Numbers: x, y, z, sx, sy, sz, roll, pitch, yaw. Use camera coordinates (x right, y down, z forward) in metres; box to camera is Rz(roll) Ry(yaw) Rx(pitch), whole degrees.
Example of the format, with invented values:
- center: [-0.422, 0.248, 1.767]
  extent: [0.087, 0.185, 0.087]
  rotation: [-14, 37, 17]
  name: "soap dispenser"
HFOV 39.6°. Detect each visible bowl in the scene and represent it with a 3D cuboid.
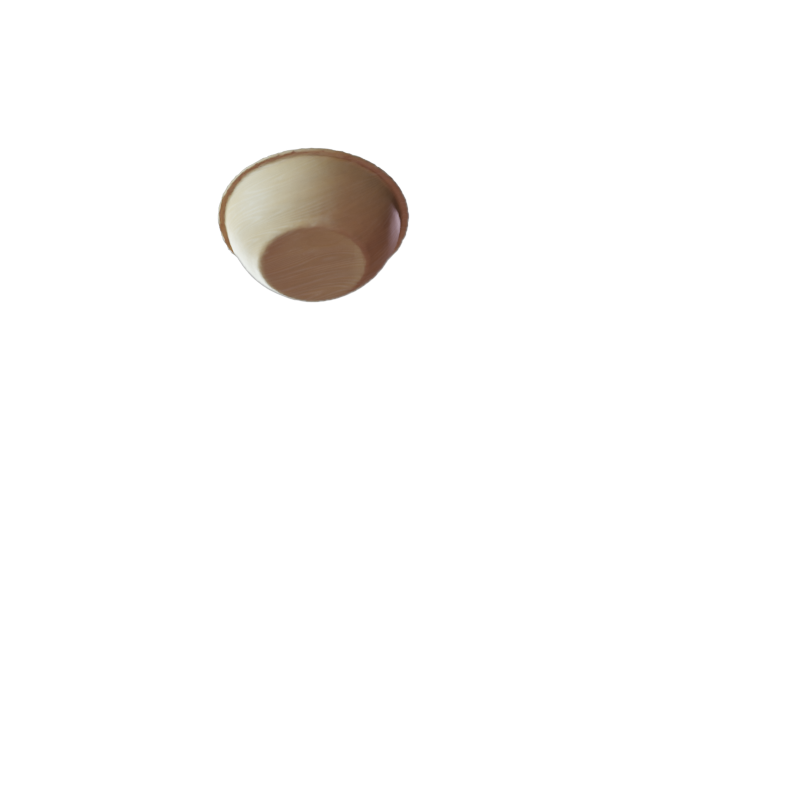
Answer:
- center: [-0.072, -0.131, 0.919]
  extent: [0.162, 0.059, 0.151]
  rotation: [1, -41, -1]
  name: "bowl"
